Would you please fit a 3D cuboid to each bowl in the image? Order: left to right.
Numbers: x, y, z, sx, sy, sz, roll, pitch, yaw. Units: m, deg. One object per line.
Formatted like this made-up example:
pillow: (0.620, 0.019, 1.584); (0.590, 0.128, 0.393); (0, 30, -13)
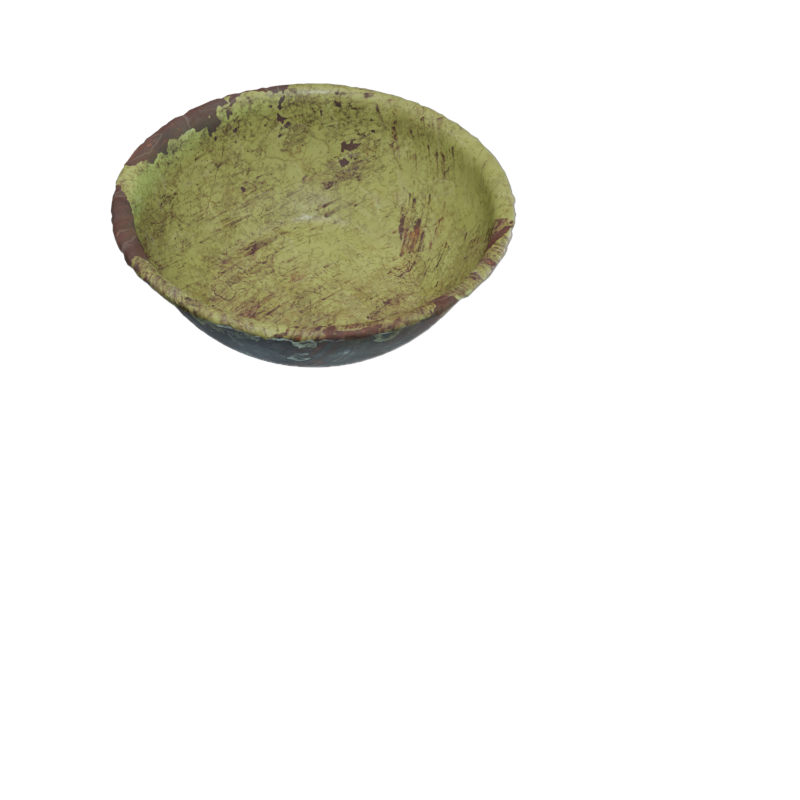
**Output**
bowl: (-0.036, -0.066, 0.462); (0.162, 0.174, 0.051); (-1, -44, -1)
